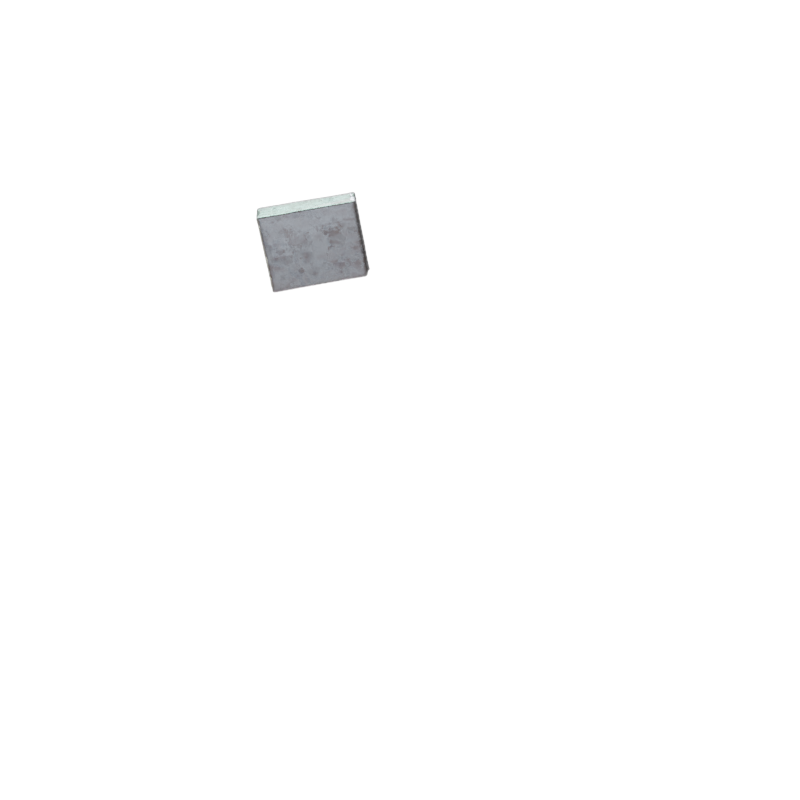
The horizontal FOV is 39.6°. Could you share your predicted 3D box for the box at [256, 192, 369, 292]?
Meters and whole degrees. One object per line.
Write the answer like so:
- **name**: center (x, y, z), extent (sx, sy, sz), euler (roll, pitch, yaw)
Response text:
- **box**: center (-0.077, -0.141, 0.984), extent (0.089, 0.069, 0.032), euler (-10, 24, 4)
